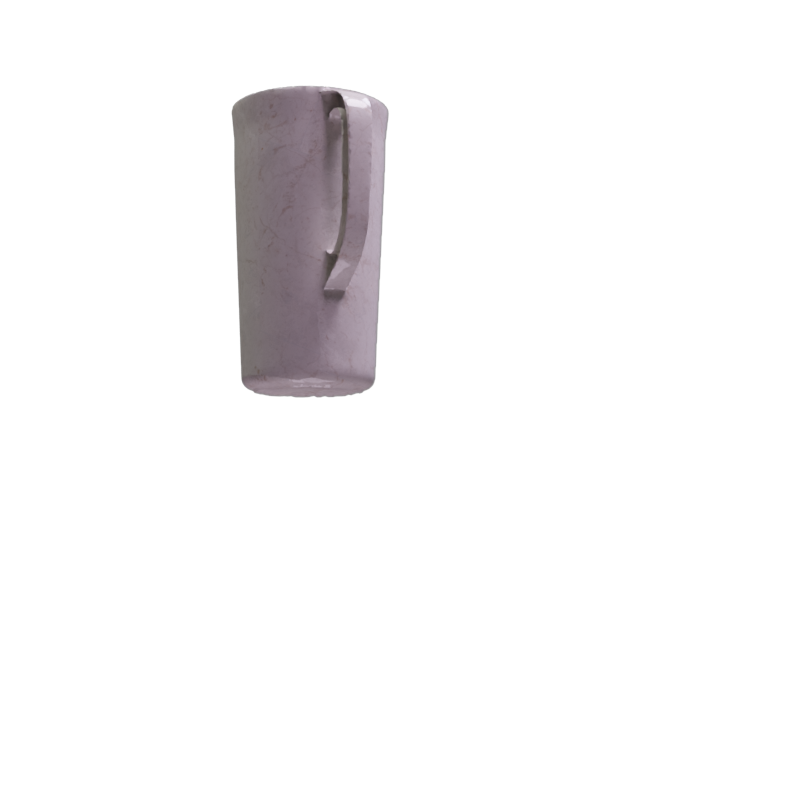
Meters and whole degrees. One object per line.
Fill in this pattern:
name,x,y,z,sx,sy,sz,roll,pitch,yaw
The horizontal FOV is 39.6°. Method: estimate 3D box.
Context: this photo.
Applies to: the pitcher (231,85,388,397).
pitcher,-0.071,-0.129,0.904,0.148,0.250,0.142,-5,-11,19
